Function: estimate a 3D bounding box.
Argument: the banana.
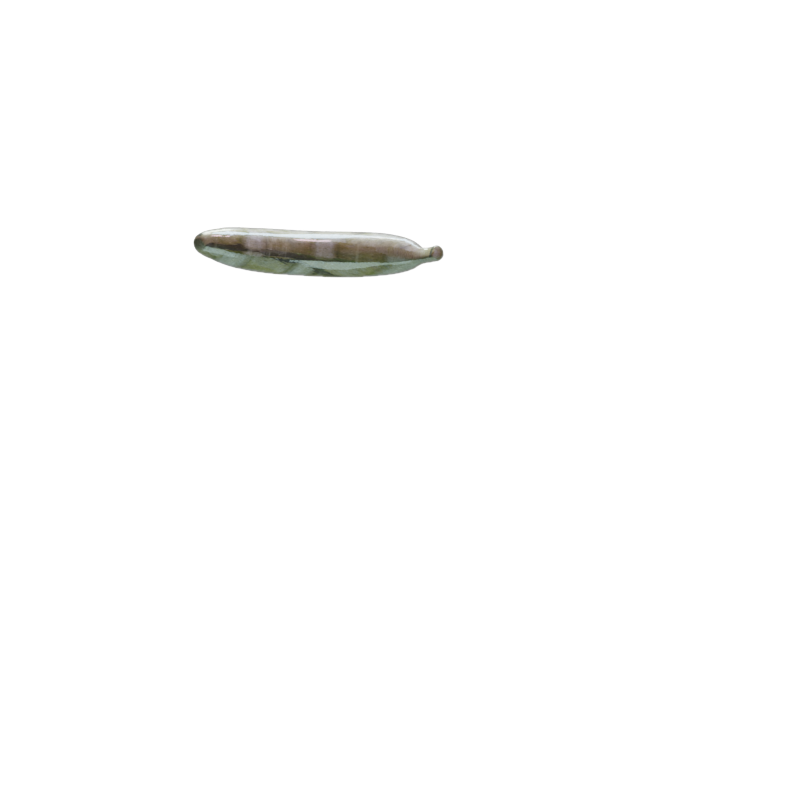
[{"bbox_3d":[-0.068,-0.124,0.907,0.197,0.038,0.067,1,-12,-3],"label":"banana"}]
